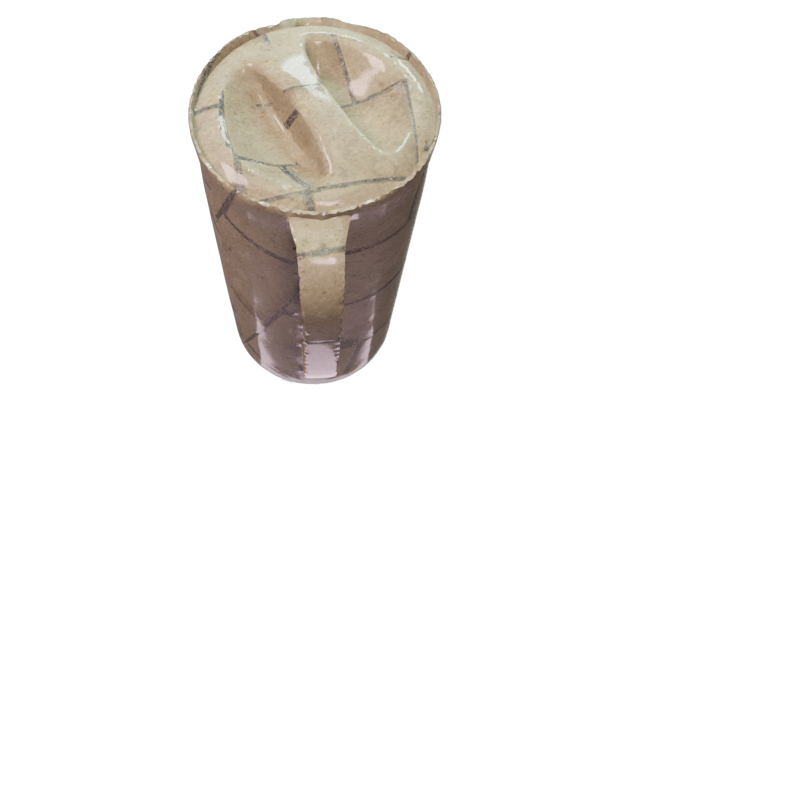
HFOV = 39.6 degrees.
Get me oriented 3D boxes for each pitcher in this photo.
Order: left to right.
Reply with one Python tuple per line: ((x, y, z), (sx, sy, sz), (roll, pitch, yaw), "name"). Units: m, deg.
((-0.053, -0.096, 0.673), (0.151, 0.152, 0.229), (38, -23, 15), "pitcher")
